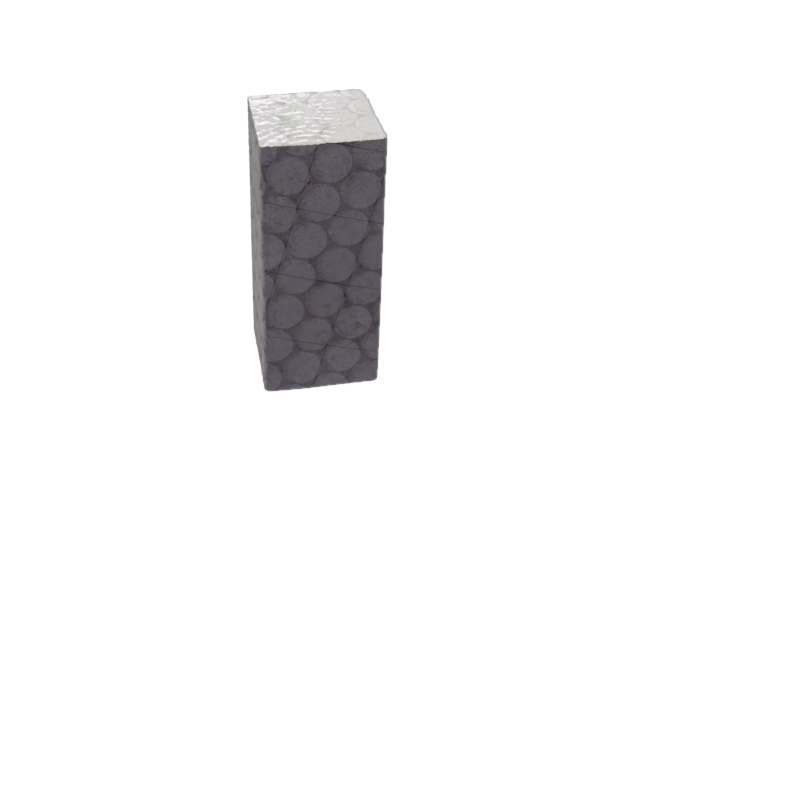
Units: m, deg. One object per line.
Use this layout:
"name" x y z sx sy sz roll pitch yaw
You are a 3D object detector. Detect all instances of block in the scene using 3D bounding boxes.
"block" -0.065 -0.119 0.834 0.089 0.194 0.097 -4 33 -11
